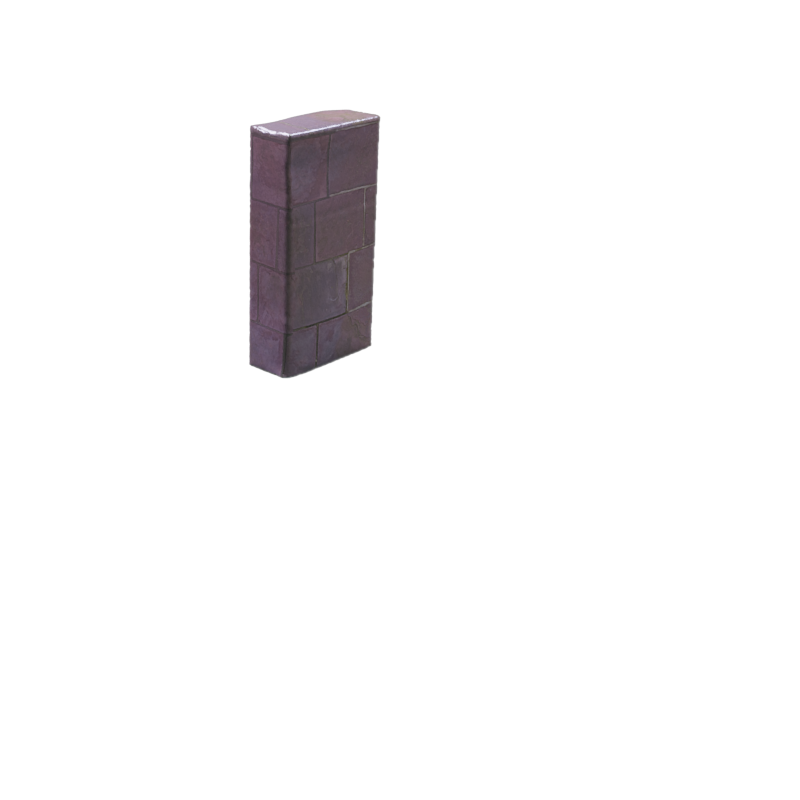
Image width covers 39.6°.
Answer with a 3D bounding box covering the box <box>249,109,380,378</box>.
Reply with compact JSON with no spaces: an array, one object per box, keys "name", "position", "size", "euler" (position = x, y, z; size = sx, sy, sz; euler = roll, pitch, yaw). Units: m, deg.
[{"name":"box","position":[-0.061,-0.111,0.780],"size":[0.051,0.169,0.092],"euler":[16,23,38]}]
